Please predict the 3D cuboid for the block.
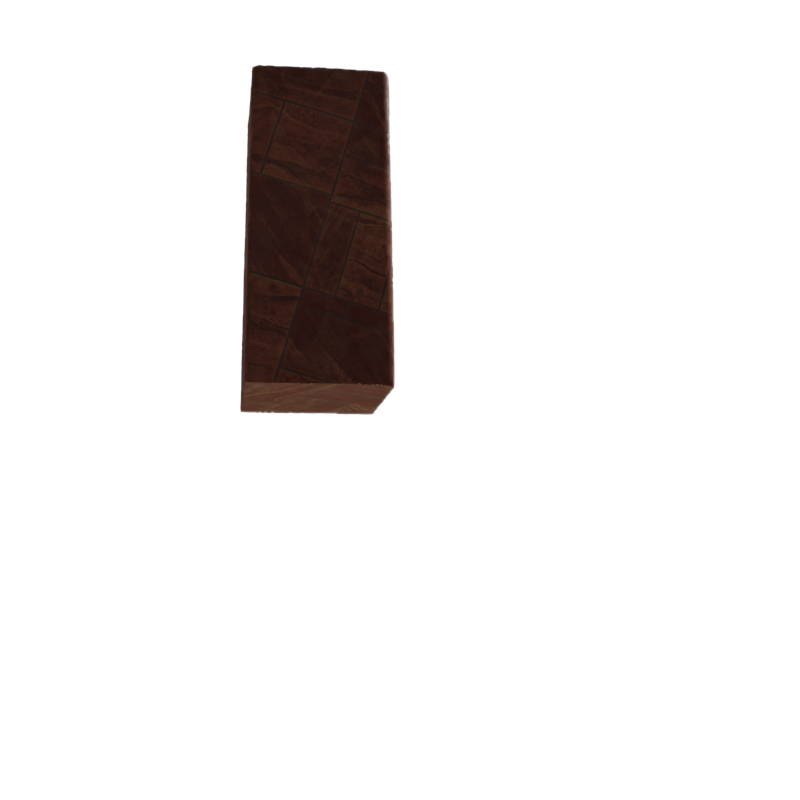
[{"bbox_3d":[-0.055,-0.102,0.715,0.089,0.215,0.088,1,-18,-8],"label":"block"}]
